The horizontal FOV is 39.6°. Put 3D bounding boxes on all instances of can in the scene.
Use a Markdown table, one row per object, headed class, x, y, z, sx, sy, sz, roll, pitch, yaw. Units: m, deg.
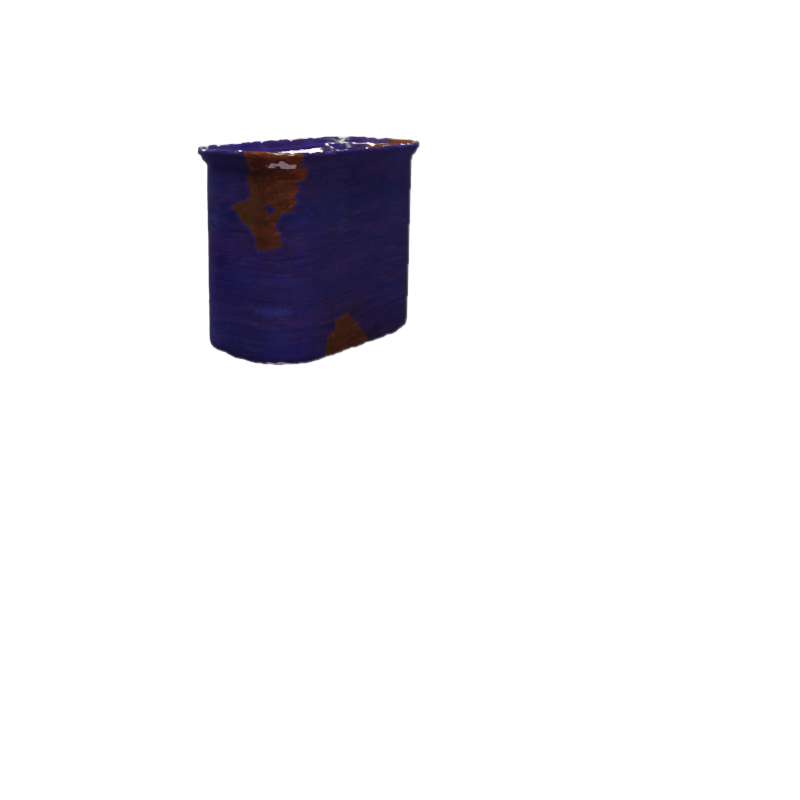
| class | x | y | z | sx | sy | sz | roll | pitch | yaw |
| --- | --- | --- | --- | --- | --- | --- | --- | --- | --- |
| can | -0.037 | -0.067 | 0.470 | 0.060 | 0.082 | 0.100 | 9 | 16 | 34 |
